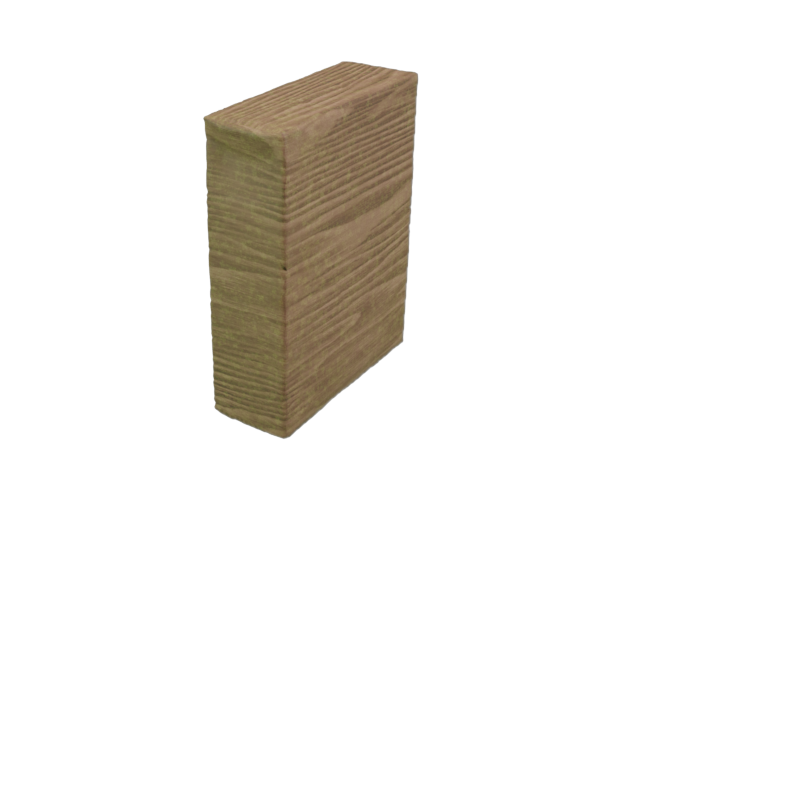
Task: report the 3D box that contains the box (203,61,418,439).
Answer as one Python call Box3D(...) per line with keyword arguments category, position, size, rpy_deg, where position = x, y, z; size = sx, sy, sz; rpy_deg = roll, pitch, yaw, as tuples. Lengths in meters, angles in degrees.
Box3D(category="box", position=(-0.059, -0.108, 0.759), size=(0.075, 0.202, 0.166), rpy_deg=(15, 30, 26))
